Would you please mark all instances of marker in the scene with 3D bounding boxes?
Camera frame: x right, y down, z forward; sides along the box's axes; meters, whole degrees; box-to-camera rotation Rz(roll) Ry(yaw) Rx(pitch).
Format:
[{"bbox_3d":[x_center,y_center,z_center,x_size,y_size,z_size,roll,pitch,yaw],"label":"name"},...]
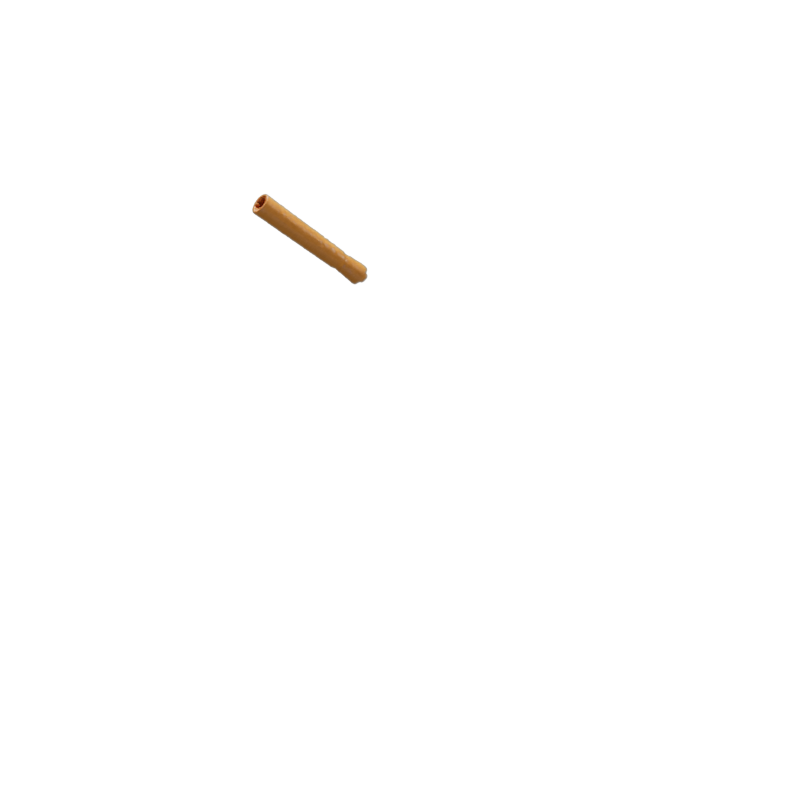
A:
[{"bbox_3d":[-0.072,-0.132,0.922,0.114,0.020,0.020,33,-15,-30],"label":"marker"}]
